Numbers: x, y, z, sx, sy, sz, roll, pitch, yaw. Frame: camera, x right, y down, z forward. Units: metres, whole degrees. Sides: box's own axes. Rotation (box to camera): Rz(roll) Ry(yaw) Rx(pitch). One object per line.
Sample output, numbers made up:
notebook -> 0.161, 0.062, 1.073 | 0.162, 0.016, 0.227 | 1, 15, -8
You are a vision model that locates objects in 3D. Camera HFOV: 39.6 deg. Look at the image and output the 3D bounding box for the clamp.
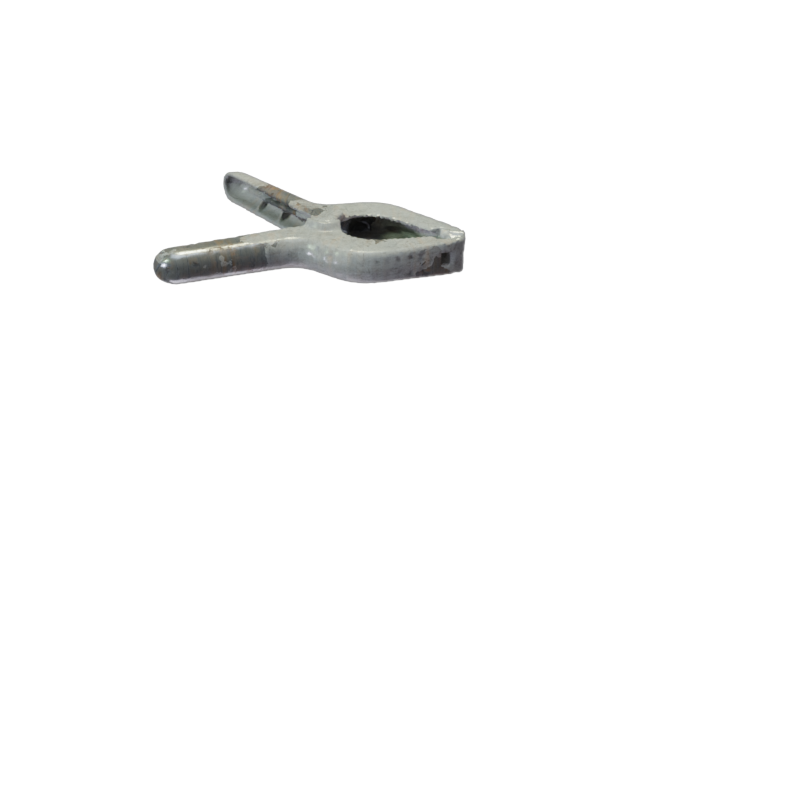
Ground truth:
clamp -> -0.062, -0.113, 0.791 | 0.216, 0.034, 0.170 | 11, 34, 16
